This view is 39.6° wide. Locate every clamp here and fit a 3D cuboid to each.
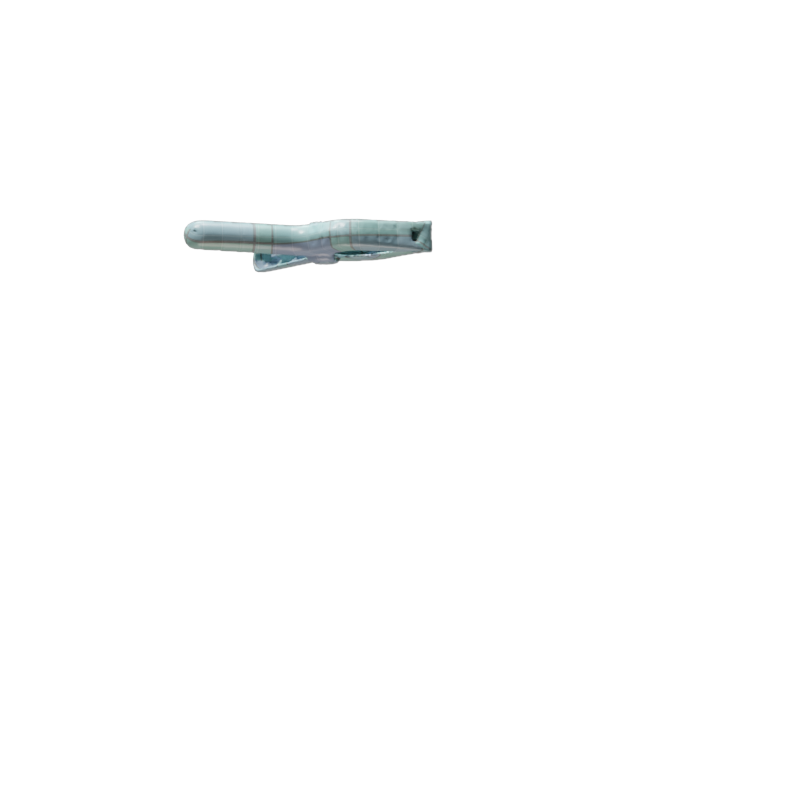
[{"bbox_3d":[-0.078,-0.142,0.992,0.216,0.037,0.158,-1,-1,25],"label":"clamp"}]
